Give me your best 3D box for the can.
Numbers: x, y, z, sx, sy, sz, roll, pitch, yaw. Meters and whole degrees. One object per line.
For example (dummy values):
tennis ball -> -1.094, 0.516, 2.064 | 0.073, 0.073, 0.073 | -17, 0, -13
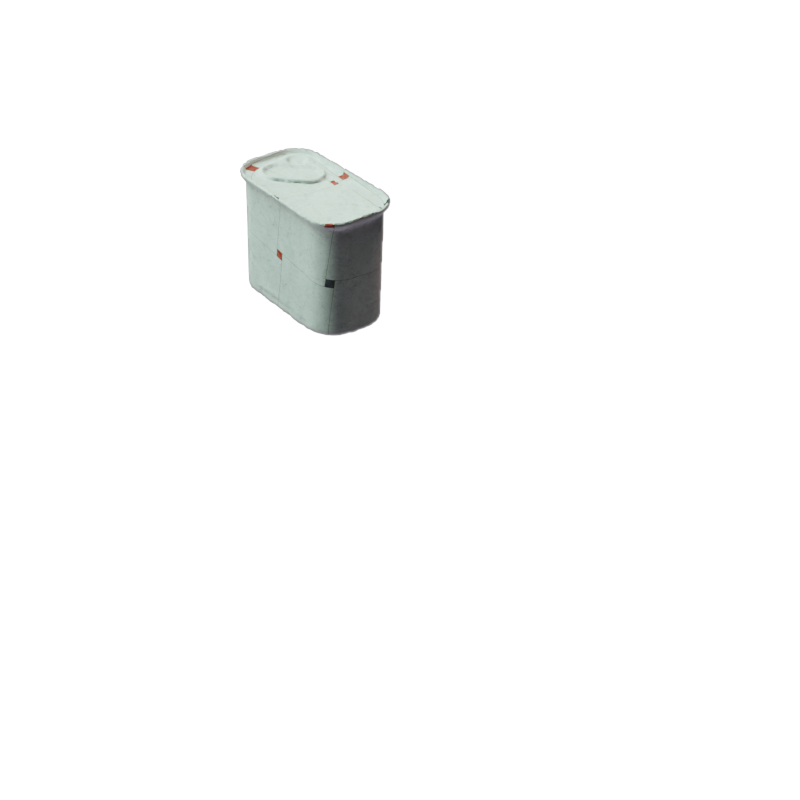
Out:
can -> -0.055, -0.099, 0.697 | 0.057, 0.079, 0.109 | -23, 41, -32
